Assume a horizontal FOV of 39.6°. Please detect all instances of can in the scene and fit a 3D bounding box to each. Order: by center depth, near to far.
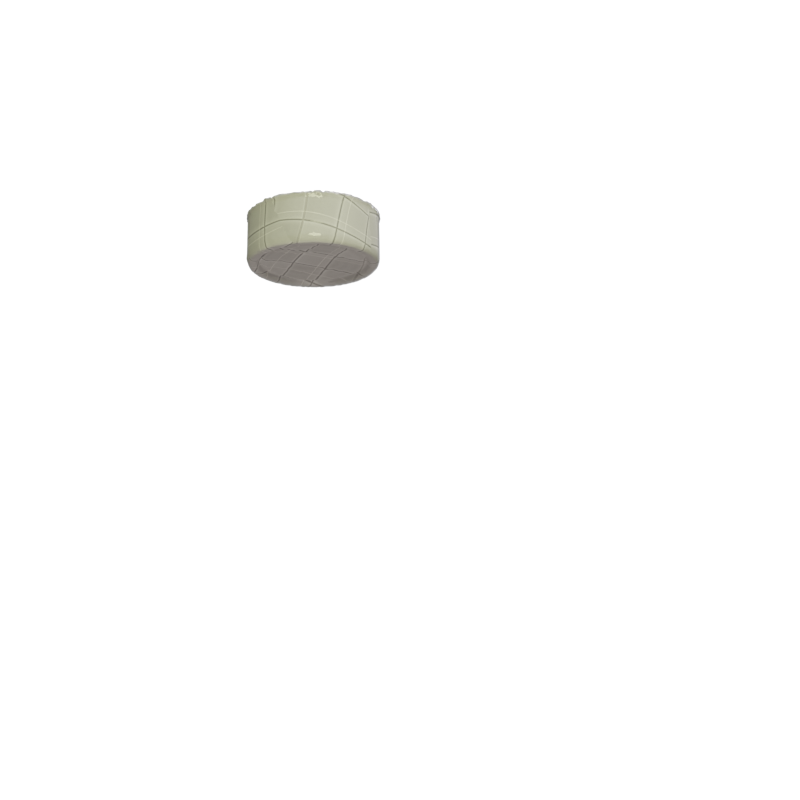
[{"bbox_3d":[-0.055,-0.101,0.707,0.086,0.035,0.082,0,-16,-2],"label":"can"}]
